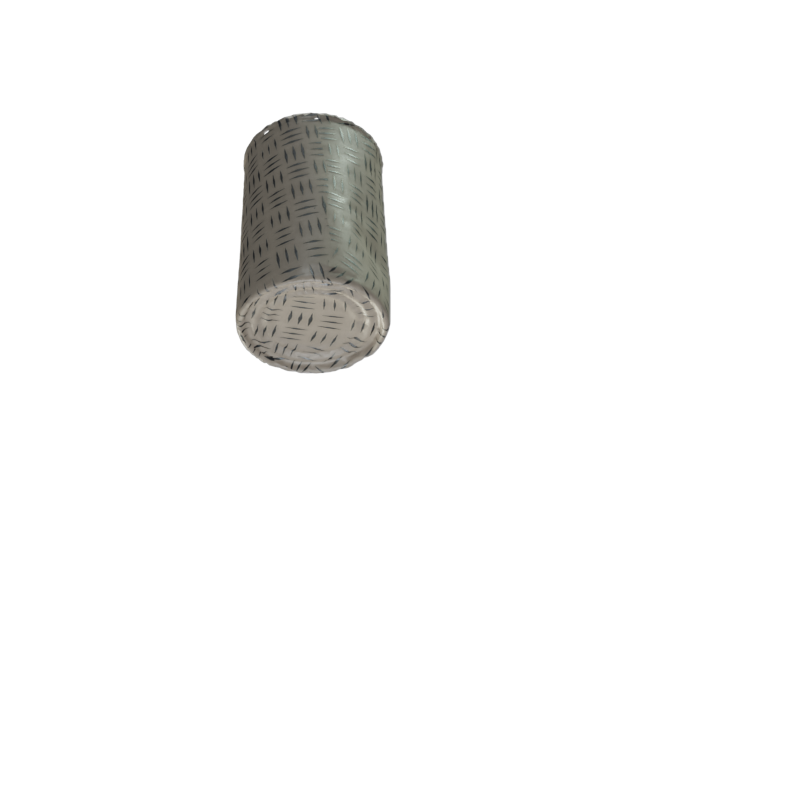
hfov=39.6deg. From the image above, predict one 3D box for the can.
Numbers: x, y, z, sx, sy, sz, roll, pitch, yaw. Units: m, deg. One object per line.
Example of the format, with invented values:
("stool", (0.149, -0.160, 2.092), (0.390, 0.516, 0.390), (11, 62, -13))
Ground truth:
("can", (-0.040, -0.072, 0.505), (0.068, 0.110, 0.064), (-1, -39, -3))
